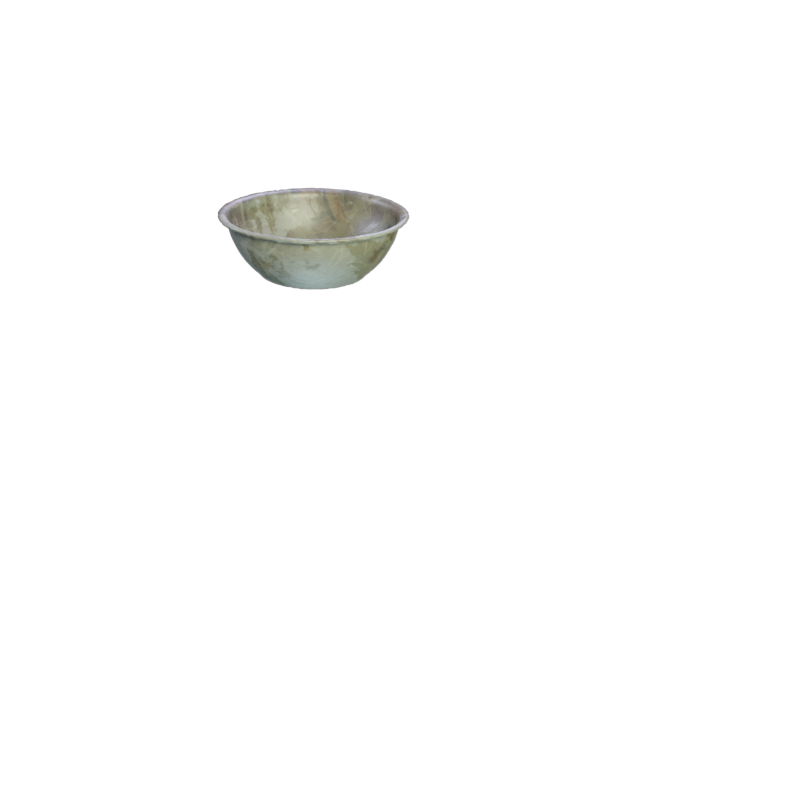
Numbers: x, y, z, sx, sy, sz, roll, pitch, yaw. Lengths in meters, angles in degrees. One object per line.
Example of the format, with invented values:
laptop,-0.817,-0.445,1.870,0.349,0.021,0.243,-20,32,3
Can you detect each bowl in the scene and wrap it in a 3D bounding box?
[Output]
bowl,-0.074,-0.135,0.944,0.162,0.052,0.170,-1,24,-2
